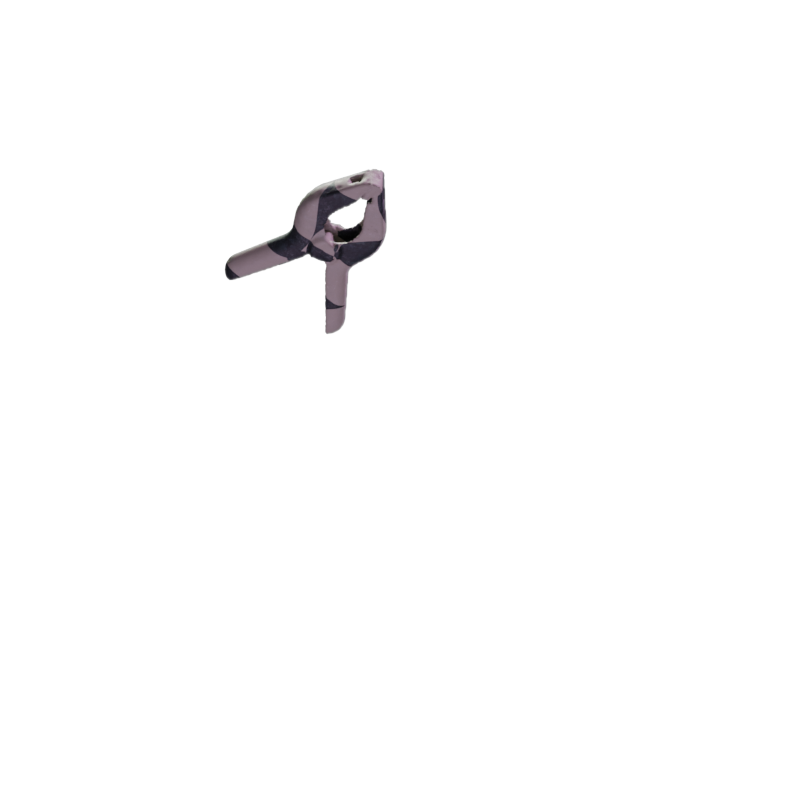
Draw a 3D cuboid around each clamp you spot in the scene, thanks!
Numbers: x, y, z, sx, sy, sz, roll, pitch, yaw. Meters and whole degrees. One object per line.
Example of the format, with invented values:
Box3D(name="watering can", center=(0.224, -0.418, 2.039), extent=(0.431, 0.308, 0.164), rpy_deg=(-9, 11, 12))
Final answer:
Box3D(name="clamp", center=(-0.076, -0.138, 0.965), extent=(0.117, 0.165, 0.042), rpy_deg=(20, 36, -16))
